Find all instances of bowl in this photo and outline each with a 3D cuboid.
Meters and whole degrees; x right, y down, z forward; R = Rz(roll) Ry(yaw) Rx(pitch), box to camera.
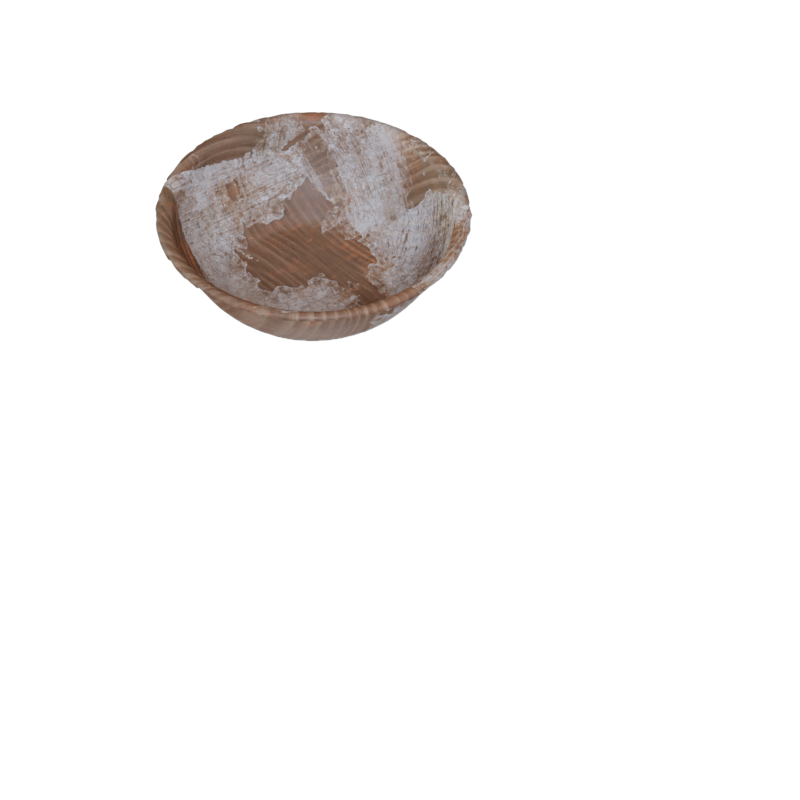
[{"bbox_3d":[-0.046,-0.084,0.587,0.162,0.174,0.051,-1,-43,-1],"label":"bowl"}]
